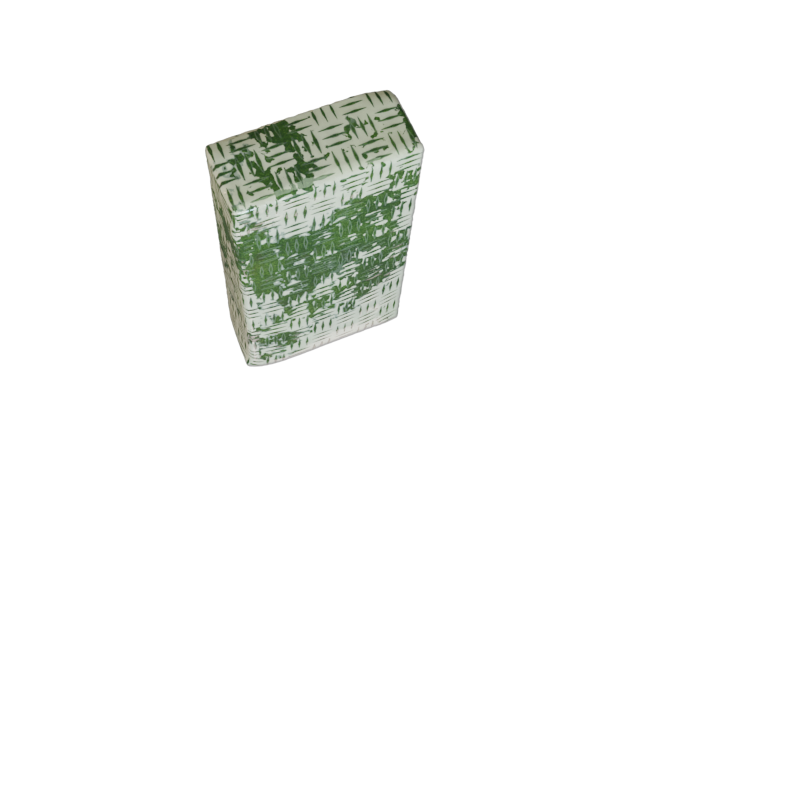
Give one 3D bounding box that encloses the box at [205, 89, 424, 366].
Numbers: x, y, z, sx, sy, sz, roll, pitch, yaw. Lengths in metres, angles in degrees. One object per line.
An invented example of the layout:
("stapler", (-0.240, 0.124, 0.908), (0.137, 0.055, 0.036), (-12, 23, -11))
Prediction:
("box", (-0.044, -0.081, 0.562), (0.093, 0.051, 0.166), (-20, -22, -13))
